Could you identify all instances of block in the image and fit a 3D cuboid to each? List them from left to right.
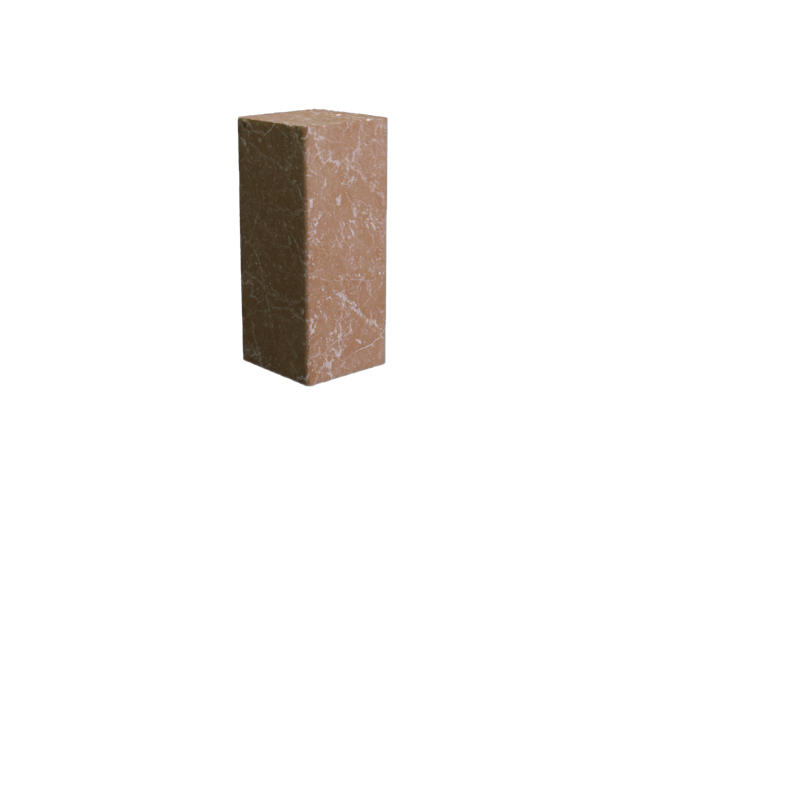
[{"bbox_3d":[-0.072,-0.130,0.909,0.088,0.199,0.096,-13,20,-42],"label":"block"}]
